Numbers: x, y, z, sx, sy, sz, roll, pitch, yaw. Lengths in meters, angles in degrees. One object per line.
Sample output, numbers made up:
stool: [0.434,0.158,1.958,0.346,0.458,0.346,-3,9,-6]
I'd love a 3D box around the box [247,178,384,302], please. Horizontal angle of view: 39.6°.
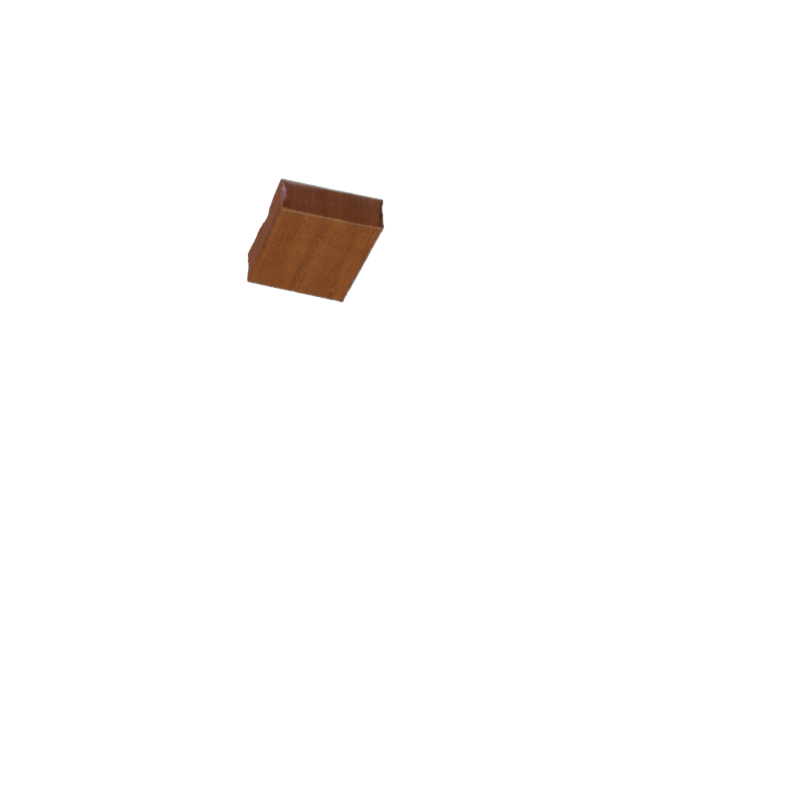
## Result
box: [-0.060,-0.110,0.768,0.071,0.032,0.086,11,-36,-16]
